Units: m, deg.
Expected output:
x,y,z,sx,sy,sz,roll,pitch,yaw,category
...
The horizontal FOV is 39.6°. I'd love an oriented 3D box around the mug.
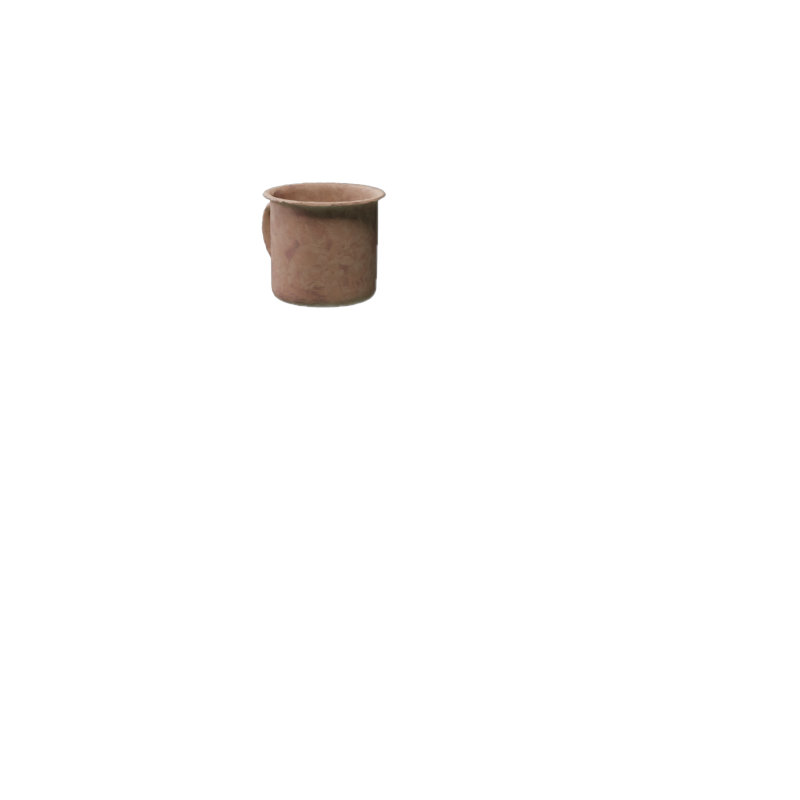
x,y,z,sx,sy,sz,roll,pitch,yaw,category
-0.067,-0.122,0.855,0.124,0.079,0.091,17,24,42,mug
